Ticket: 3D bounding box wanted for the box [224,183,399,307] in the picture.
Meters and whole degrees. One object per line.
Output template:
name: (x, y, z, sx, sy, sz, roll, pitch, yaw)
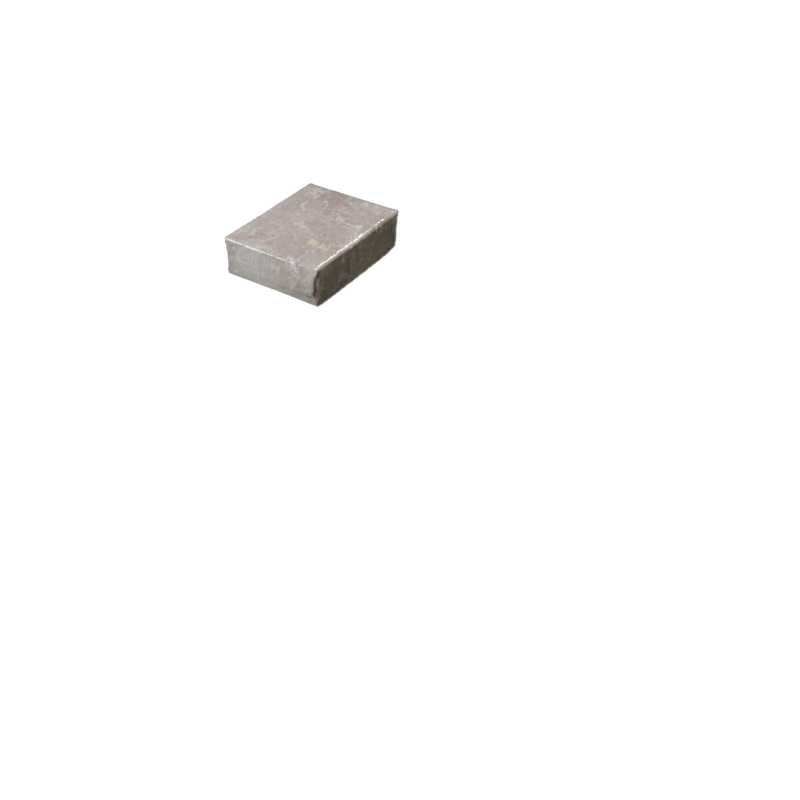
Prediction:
box: (-0.068, -0.124, 0.872, 0.095, 0.036, 0.115, 21, 40, 28)
